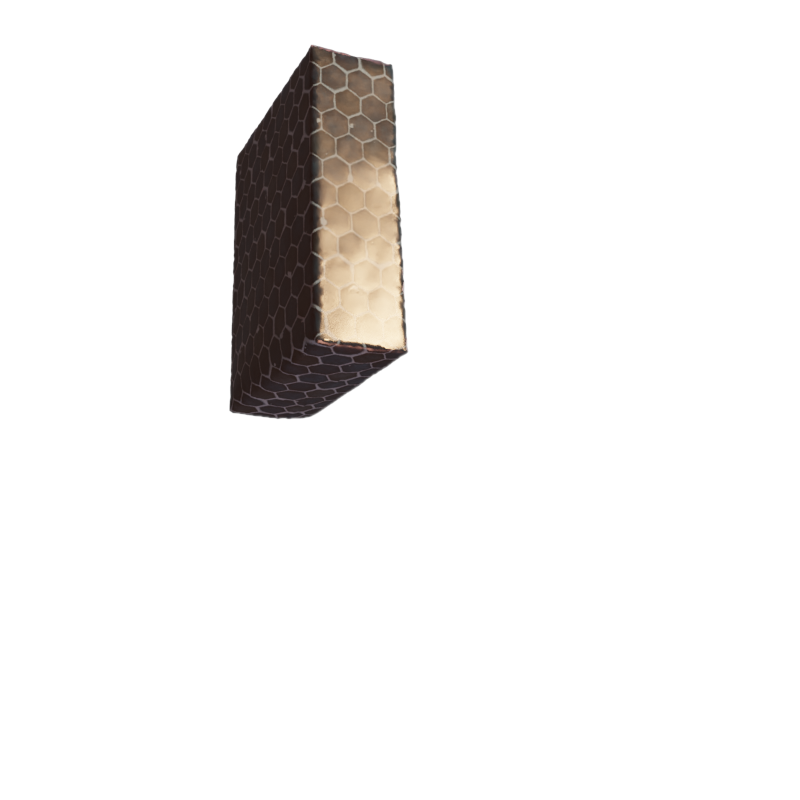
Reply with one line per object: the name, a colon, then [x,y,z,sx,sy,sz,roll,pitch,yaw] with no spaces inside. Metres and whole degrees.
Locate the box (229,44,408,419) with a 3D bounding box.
box: [-0.061,-0.111,0.775,0.069,0.225,0.161,9,-25,-24]
